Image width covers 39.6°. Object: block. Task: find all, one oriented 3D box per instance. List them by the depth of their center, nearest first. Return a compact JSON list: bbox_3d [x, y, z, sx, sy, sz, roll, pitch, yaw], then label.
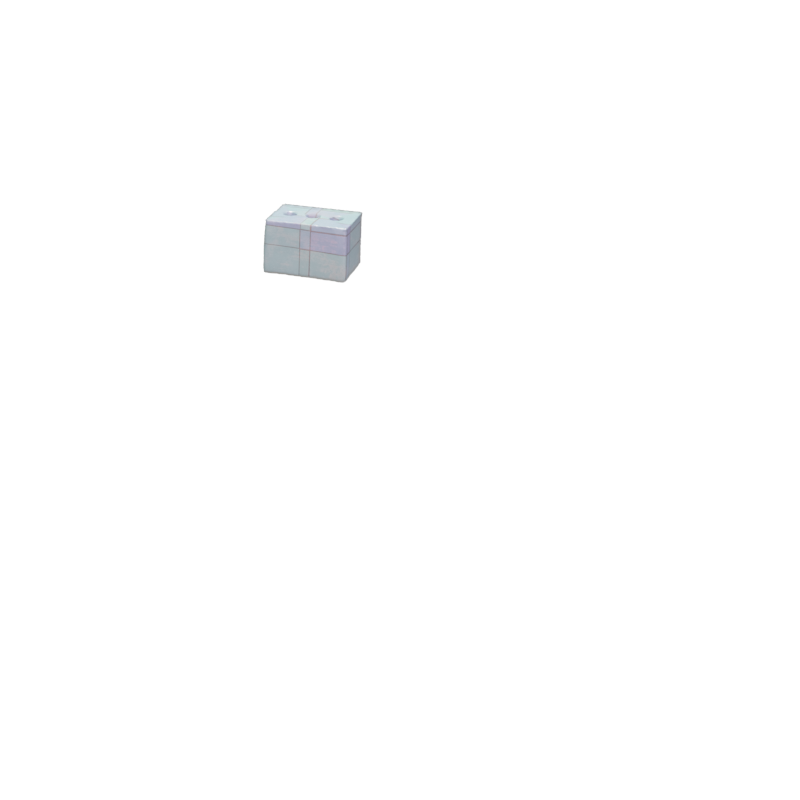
[{"bbox_3d":[-0.078,-0.142,0.997,0.080,0.049,0.054,8,25,15],"label":"block"}]
